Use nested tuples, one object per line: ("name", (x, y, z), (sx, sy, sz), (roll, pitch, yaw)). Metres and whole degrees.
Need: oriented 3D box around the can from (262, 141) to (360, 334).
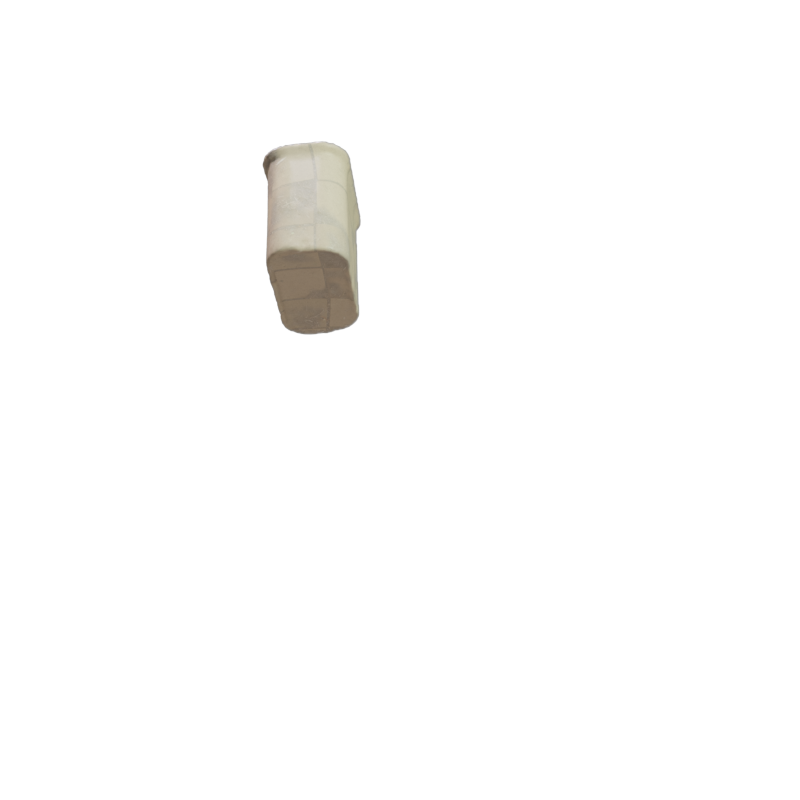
("can", (-0.057, -0.103, 0.724), (0.058, 0.090, 0.095), (-4, -33, 4))
